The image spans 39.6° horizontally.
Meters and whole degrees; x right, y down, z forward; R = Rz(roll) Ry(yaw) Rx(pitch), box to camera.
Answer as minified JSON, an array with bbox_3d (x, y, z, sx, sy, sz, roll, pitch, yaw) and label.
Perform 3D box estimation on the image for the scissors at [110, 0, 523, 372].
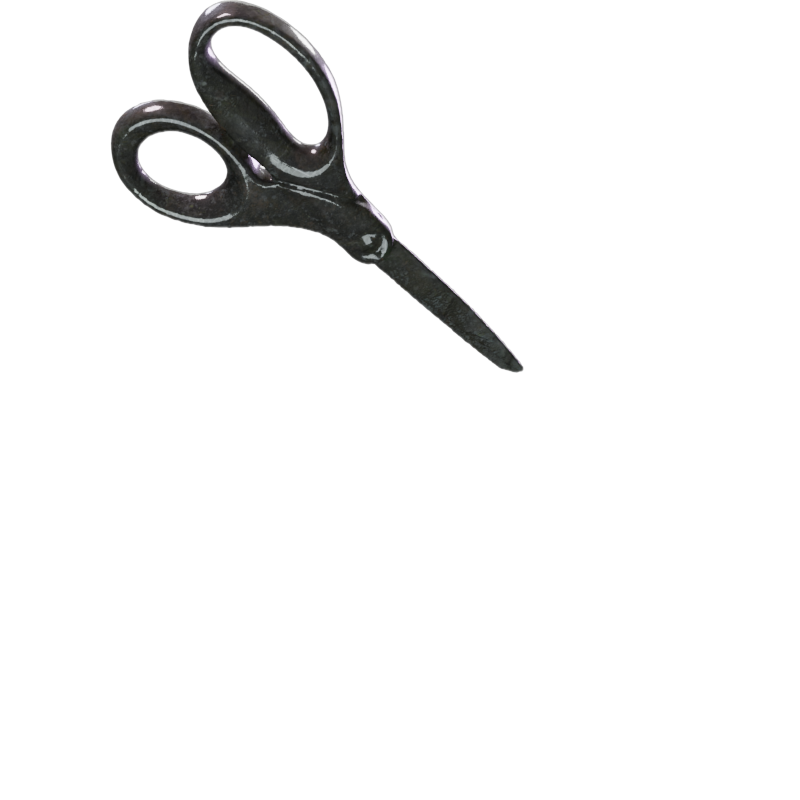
[{"bbox_3d":[-0.034,-0.061,0.431,0.097,0.187,0.017,-22,35,16],"label":"scissors"}]
